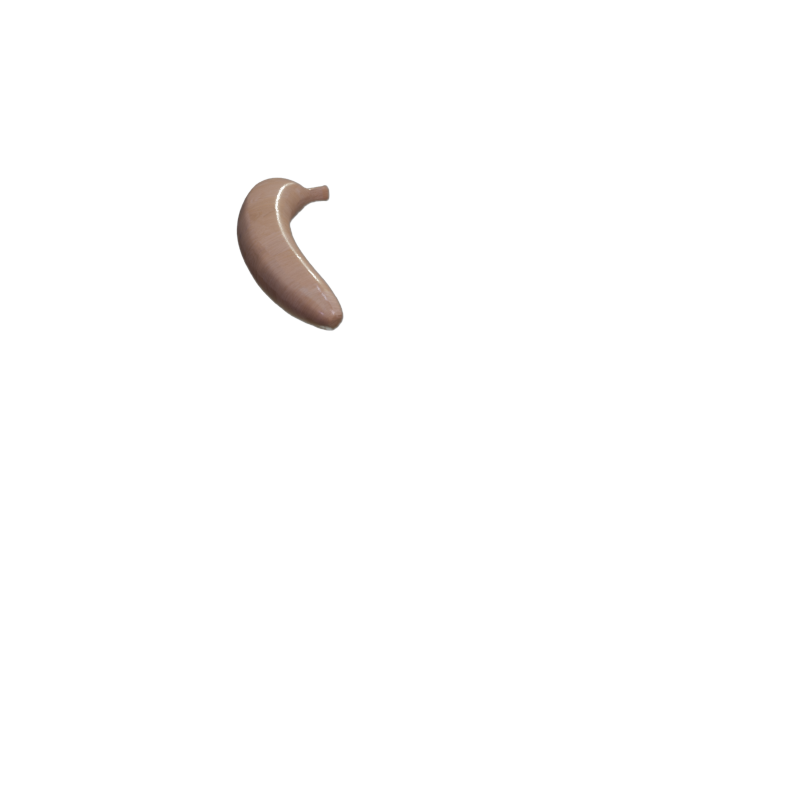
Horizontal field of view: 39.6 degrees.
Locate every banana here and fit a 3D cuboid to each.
[{"bbox_3d":[-0.079,-0.111,0.766,0.069,0.034,0.212,-2,35,-4],"label":"banana"}]
